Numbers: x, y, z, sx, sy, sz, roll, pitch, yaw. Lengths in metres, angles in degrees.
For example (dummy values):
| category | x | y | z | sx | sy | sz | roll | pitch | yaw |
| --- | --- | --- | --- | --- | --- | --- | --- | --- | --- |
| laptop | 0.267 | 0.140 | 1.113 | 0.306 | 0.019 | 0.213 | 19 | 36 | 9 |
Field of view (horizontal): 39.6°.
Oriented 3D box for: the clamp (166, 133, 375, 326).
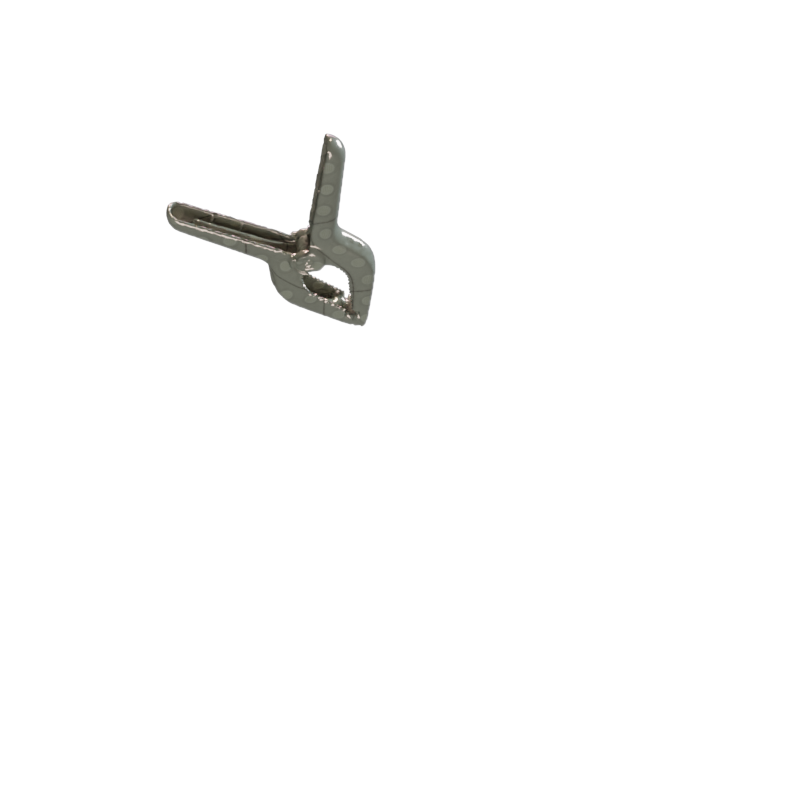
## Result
| category | x | y | z | sx | sy | sz | roll | pitch | yaw |
| --- | --- | --- | --- | --- | --- | --- | --- | --- | --- |
| clamp | -0.075 | -0.136 | 0.956 | 0.165 | 0.039 | 0.195 | -24 | -45 | 26 |
